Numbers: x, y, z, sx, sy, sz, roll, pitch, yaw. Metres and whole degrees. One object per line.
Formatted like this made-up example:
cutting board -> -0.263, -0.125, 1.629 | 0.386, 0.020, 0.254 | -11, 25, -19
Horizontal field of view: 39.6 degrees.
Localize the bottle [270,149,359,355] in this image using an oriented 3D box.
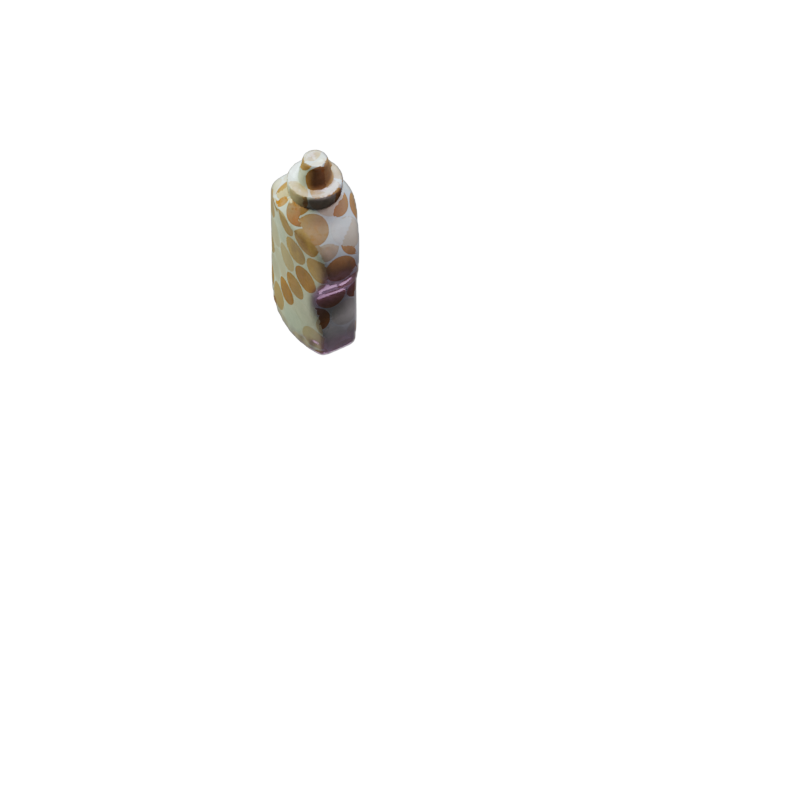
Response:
bottle -> -0.067, -0.123, 0.860 | 0.058, 0.103, 0.179 | -21, -30, -16
